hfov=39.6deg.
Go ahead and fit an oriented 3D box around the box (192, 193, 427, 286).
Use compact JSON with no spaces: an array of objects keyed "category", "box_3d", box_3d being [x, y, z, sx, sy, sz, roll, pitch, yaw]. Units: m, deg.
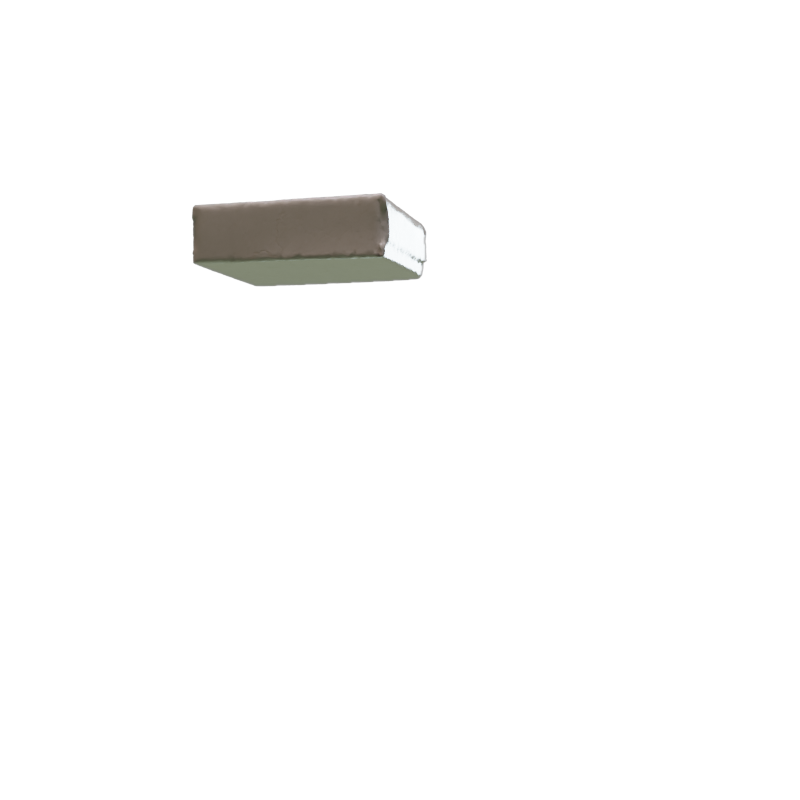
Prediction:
[{"category":"box","box_3d":[-0.039,-0.072,0.503,0.091,0.031,0.070,-1,-3,17]}]
